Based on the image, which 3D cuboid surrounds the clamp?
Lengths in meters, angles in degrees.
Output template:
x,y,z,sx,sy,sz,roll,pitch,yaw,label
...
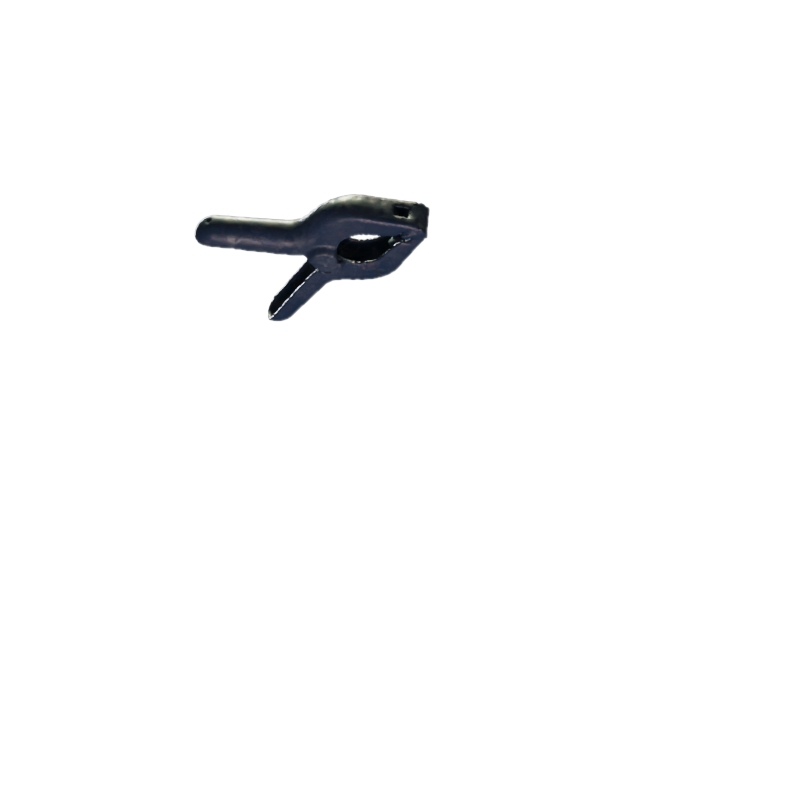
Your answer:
x,y,z,sx,sy,sz,roll,pitch,yaw,label
-0.064,-0.117,0.822,0.173,0.042,0.111,-21,-37,30,clamp
